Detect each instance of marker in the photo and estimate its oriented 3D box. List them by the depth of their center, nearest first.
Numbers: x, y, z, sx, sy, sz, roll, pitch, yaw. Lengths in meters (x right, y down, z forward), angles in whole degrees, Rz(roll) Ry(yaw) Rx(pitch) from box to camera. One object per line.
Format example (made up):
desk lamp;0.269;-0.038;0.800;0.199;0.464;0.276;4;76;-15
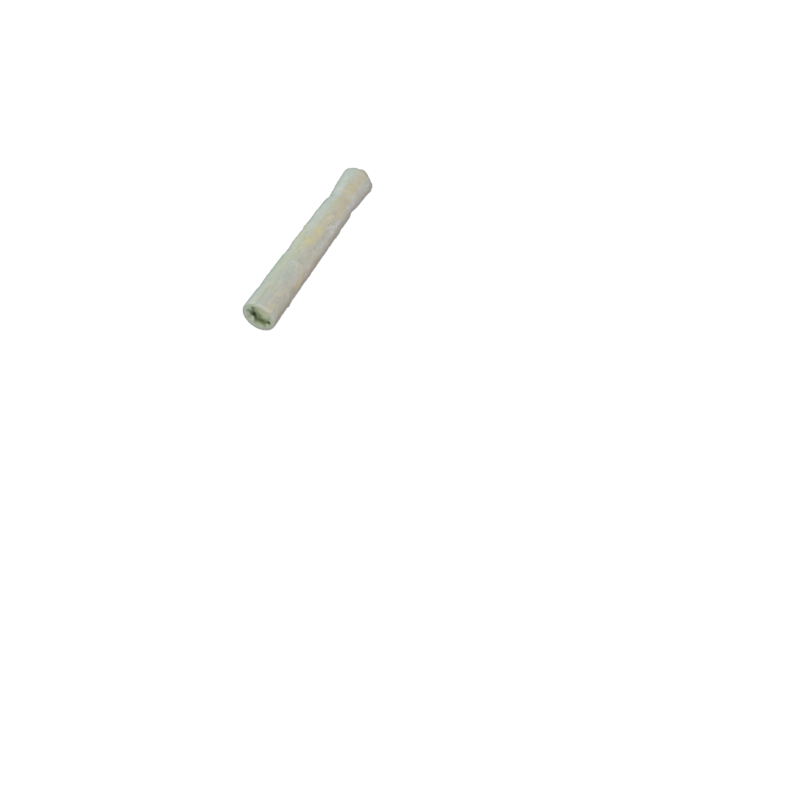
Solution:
marker;-0.046;-0.085;0.593;0.020;0.018;0.125;1;44;33
